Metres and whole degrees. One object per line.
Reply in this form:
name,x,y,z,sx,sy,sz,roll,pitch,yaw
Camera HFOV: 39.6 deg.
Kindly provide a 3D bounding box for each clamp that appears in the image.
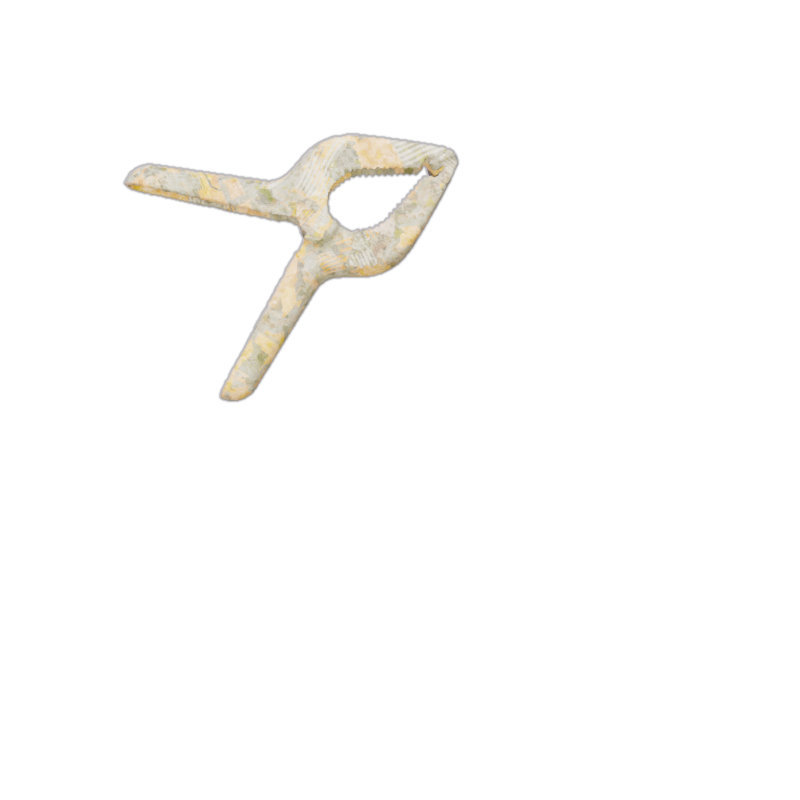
clamp,-0.056,-0.103,0.718,0.209,0.168,0.036,-18,-8,-3
